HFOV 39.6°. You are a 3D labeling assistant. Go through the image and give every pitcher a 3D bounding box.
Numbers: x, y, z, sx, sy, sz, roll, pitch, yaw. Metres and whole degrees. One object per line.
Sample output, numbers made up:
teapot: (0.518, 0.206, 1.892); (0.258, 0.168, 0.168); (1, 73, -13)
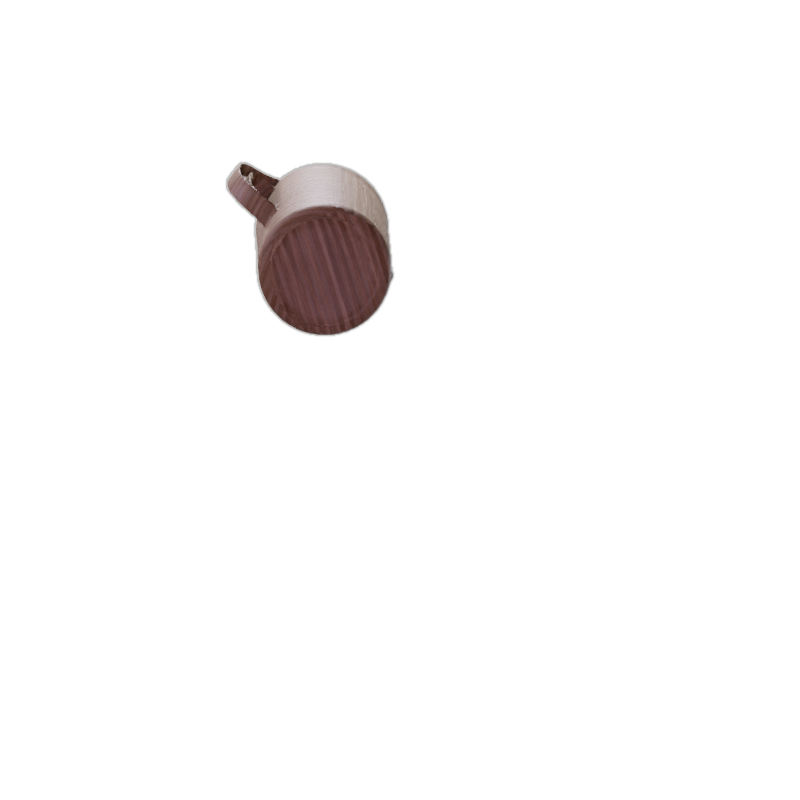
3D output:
pitcher: (-0.078, -0.142, 0.995); (0.149, 0.141, 0.250); (-7, 15, -2)
